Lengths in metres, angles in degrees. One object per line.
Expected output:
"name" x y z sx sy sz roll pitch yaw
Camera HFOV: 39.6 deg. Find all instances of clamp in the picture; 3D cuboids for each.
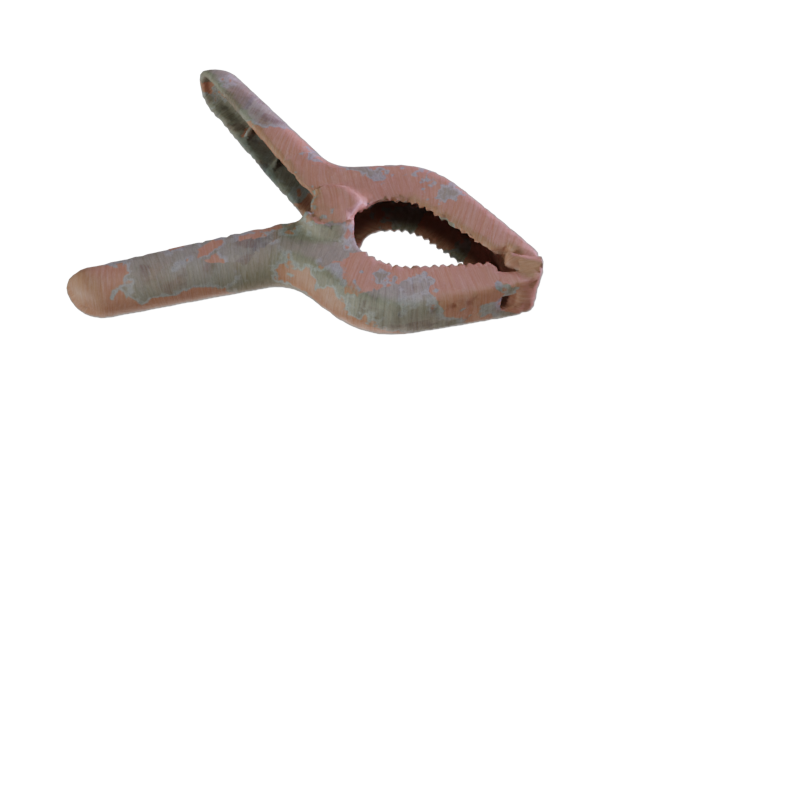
"clamp" -0.041 -0.075 0.526 0.217 0.171 0.034 21 -34 15
